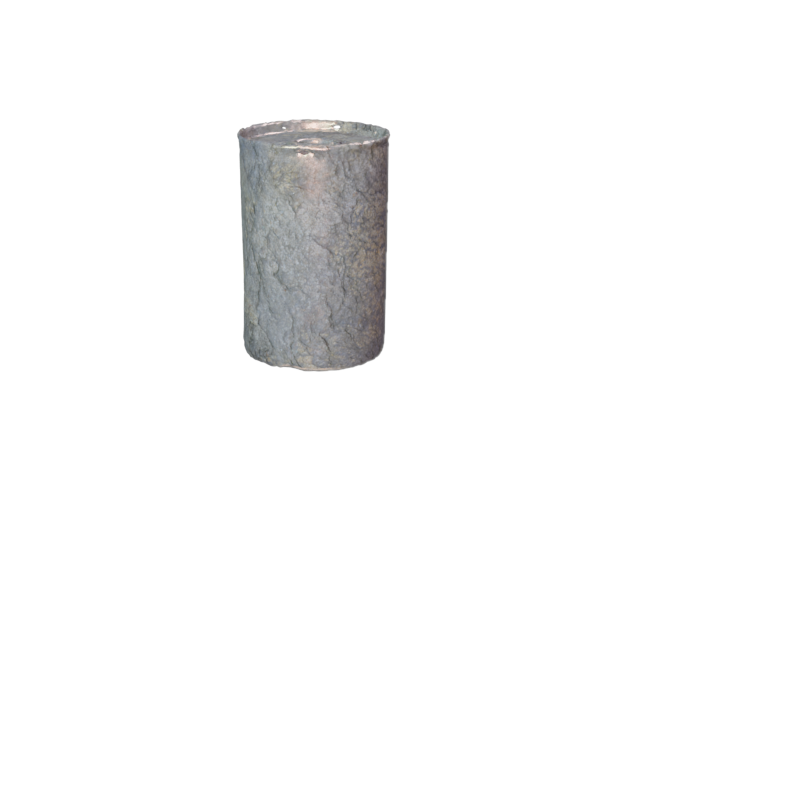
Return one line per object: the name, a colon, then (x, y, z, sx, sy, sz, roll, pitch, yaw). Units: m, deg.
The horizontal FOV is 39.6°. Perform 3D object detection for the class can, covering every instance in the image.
can: (-0.040, -0.072, 0.505, 0.068, 0.098, 0.071, 0, 18, -2)
